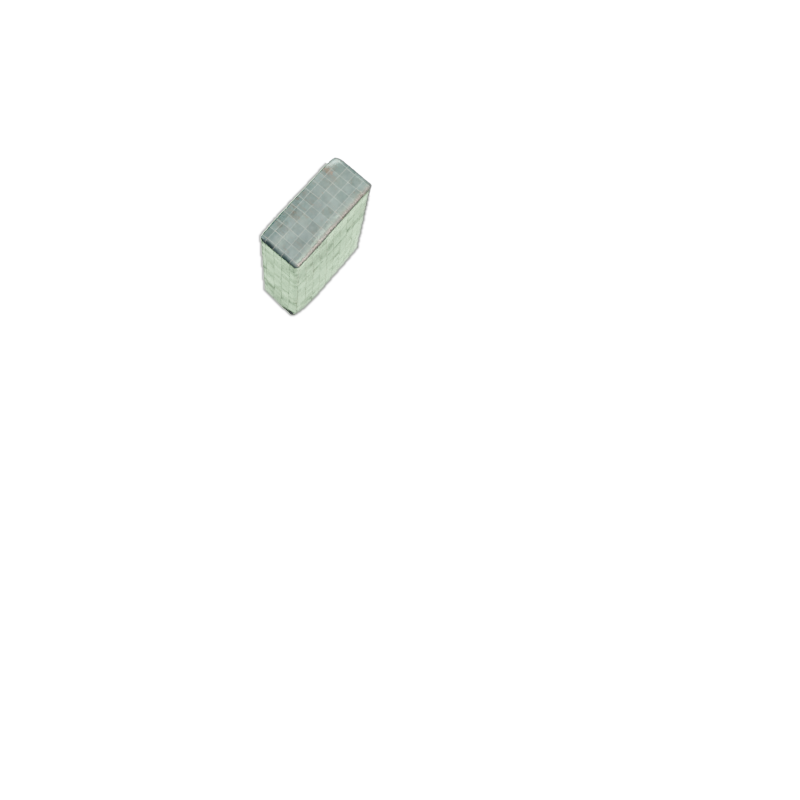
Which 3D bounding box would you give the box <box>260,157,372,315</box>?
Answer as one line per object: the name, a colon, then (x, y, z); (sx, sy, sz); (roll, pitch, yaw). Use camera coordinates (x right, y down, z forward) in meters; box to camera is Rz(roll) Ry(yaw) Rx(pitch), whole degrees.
box: (-0.074, -0.134, 0.939); (0.049, 0.094, 0.171); (40, -12, 4)
